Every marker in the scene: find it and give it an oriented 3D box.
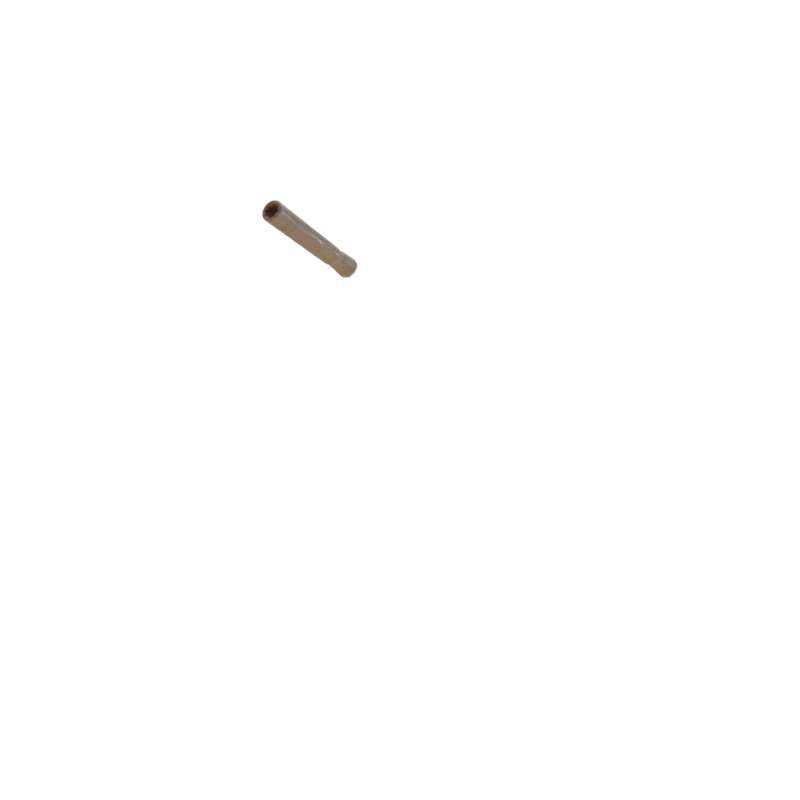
[{"bbox_3d":[-0.072,-0.132,0.925,0.020,0.020,0.112,3,-18,36],"label":"marker"}]
